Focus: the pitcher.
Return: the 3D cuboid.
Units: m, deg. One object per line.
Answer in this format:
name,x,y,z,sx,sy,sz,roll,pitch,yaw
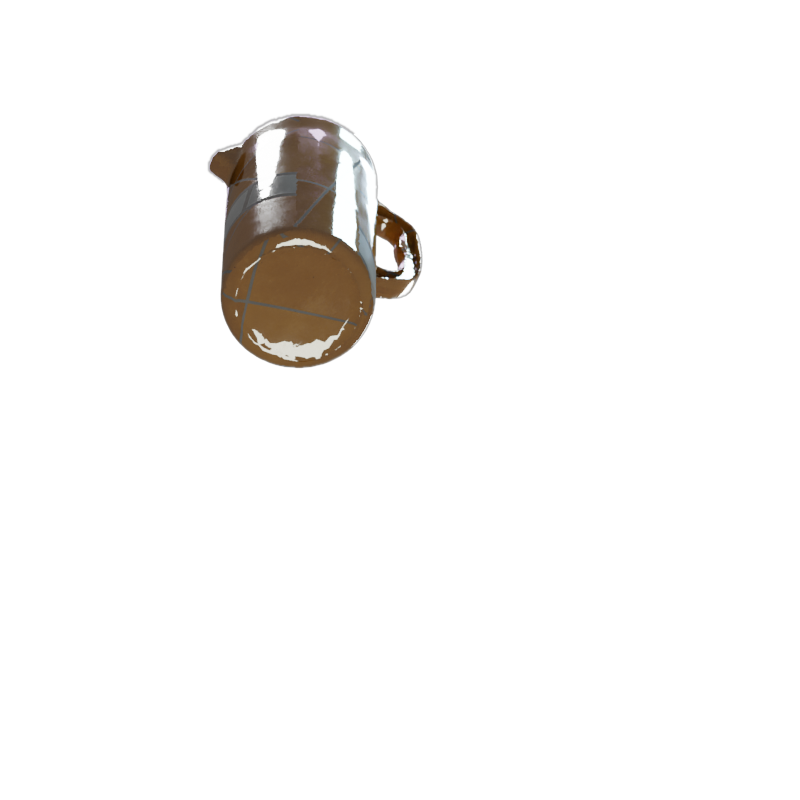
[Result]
pitcher,-0.068,-0.124,0.870,0.149,0.136,0.257,-19,28,7
